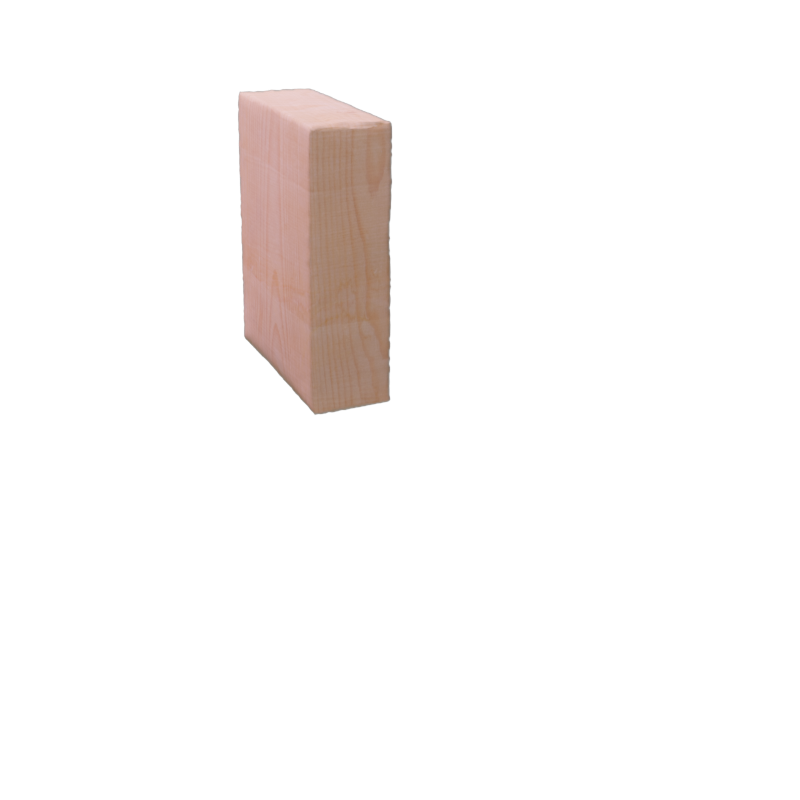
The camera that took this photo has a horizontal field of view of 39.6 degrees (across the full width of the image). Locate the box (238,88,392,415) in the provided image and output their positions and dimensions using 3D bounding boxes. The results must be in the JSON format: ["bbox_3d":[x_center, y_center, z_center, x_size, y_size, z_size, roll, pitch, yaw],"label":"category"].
[{"bbox_3d":[-0.067,-0.122,0.852,0.070,0.205,0.175,-7,22,-23],"label":"box"}]
